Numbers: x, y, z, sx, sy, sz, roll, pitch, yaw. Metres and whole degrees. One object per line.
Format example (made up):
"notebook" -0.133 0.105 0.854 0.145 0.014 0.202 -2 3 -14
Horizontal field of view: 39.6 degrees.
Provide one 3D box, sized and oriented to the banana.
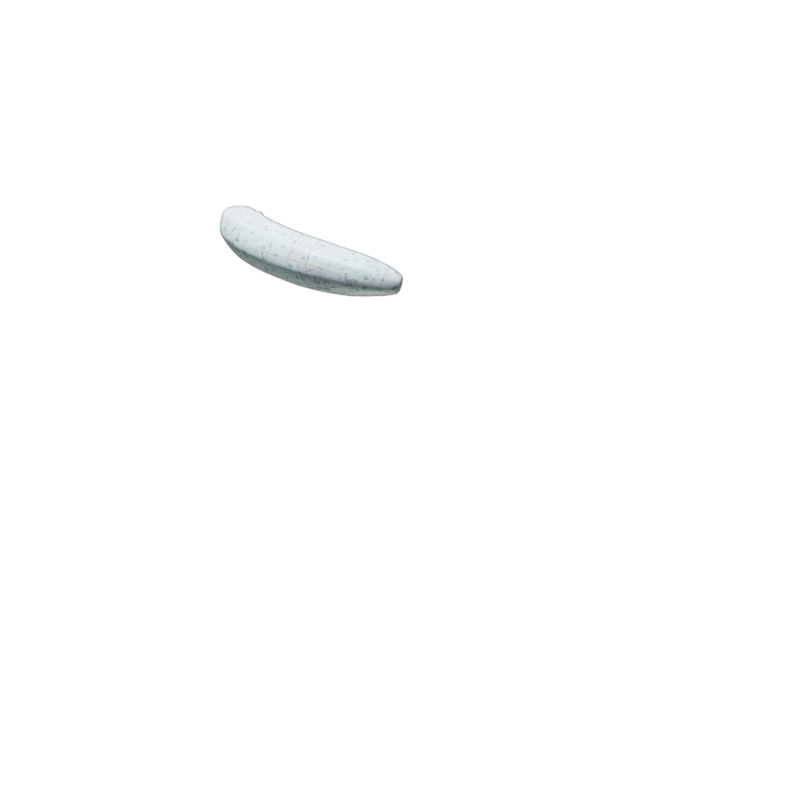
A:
"banana" -0.083 -0.116 0.831 0.068 0.035 0.212 -18 32 -32
